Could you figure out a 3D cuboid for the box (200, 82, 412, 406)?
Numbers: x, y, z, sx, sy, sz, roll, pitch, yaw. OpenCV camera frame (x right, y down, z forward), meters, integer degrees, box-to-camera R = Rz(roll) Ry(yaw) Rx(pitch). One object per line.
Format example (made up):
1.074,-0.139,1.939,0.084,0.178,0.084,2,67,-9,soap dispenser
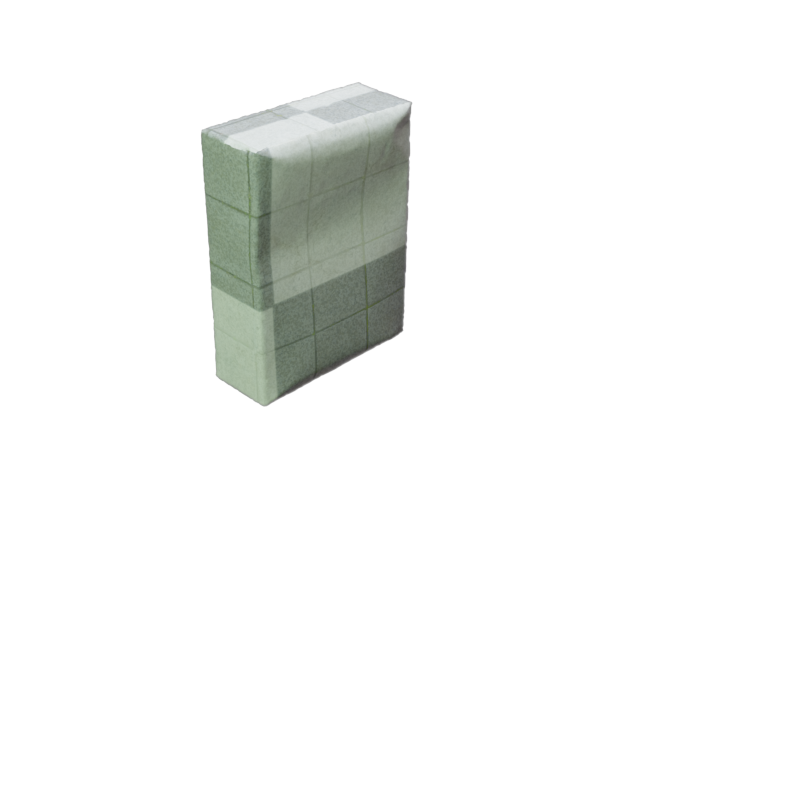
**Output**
-0.068,-0.125,0.875,0.077,0.201,0.163,26,38,37,box
